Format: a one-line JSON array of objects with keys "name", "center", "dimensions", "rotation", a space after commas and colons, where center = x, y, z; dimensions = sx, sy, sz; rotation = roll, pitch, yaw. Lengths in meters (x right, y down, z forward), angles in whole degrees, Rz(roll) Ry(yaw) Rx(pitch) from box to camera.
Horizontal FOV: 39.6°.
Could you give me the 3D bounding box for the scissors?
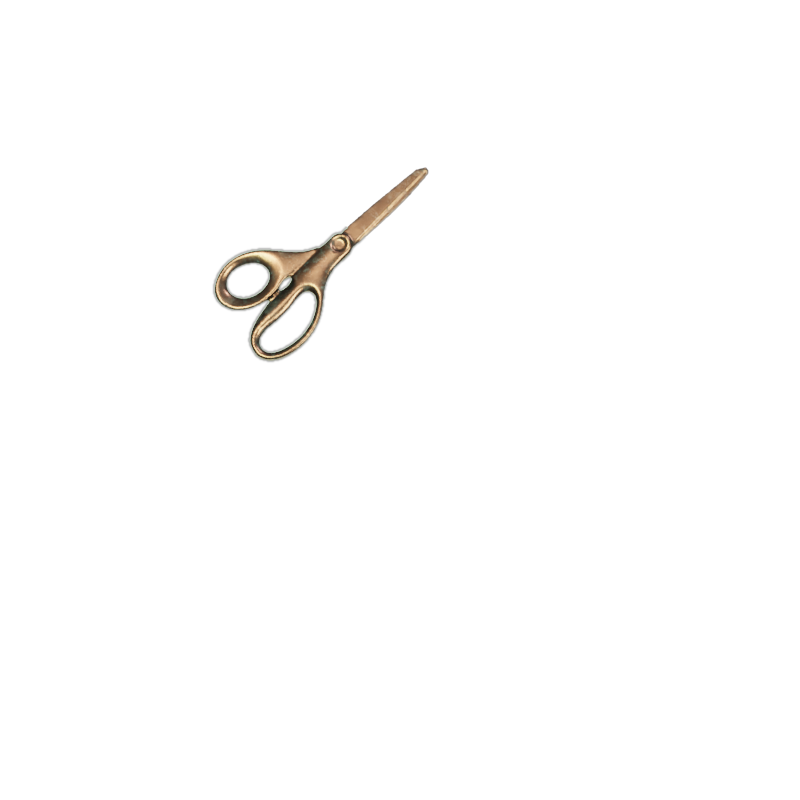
[{"name": "scissors", "center": [-0.068, -0.124, 0.872], "dimensions": [0.098, 0.206, 0.015], "rotation": [29, -16, 9]}]
